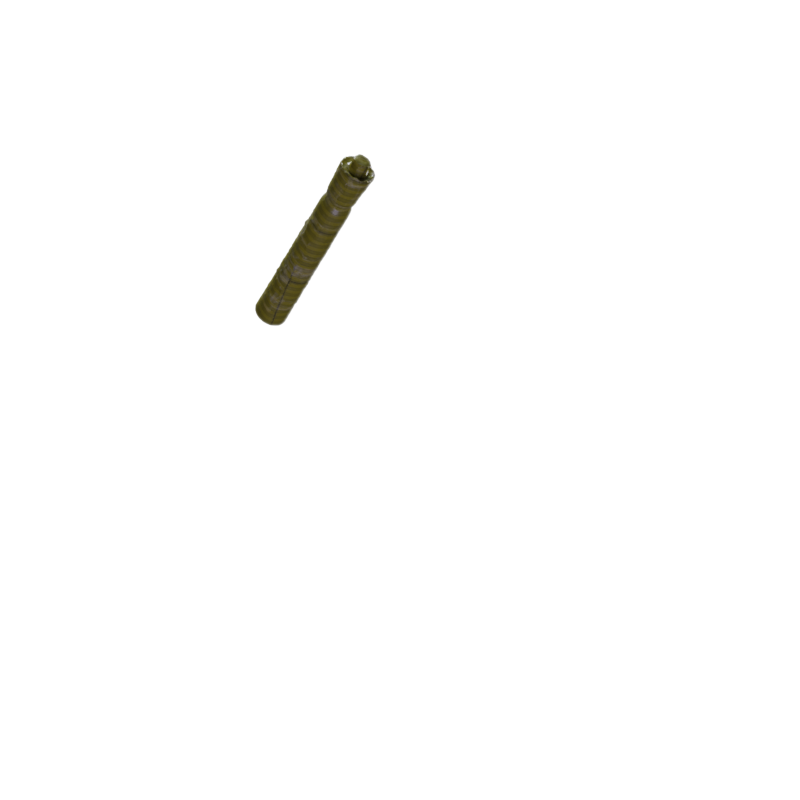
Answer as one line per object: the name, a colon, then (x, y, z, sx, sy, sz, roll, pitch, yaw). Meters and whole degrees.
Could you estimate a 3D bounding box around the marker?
marker: (-0.046, -0.083, 0.583, 0.019, 0.021, 0.117, -1, -36, -36)
